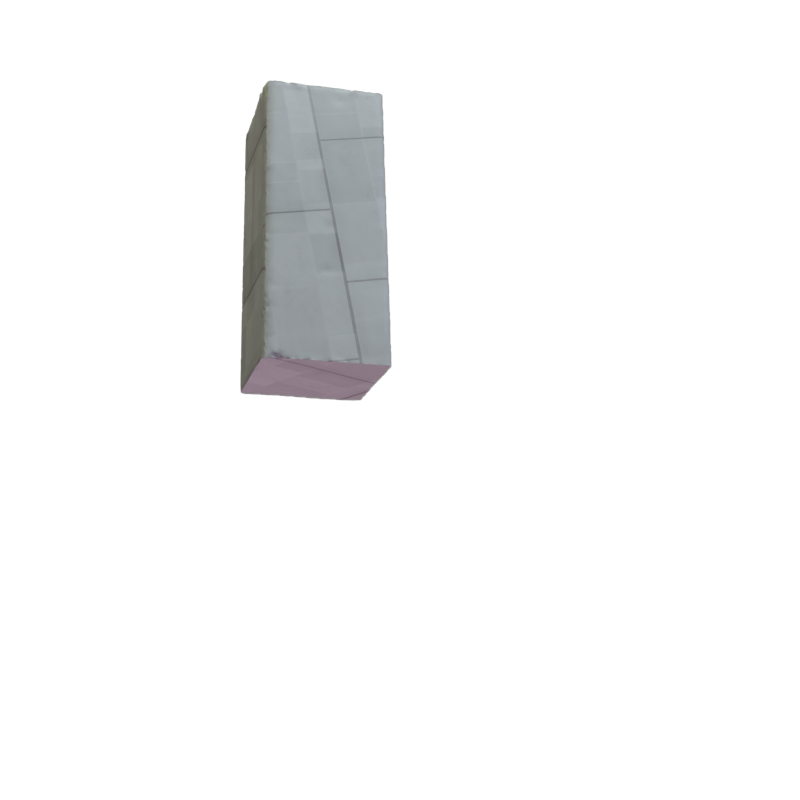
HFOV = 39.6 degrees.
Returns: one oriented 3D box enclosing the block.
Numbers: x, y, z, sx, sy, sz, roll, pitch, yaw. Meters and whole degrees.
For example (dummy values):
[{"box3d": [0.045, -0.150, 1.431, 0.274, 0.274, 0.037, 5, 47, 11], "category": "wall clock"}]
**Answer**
[{"box3d": [-0.063, -0.113, 0.794, 0.088, 0.217, 0.088, 4, -22, -14], "category": "block"}]
